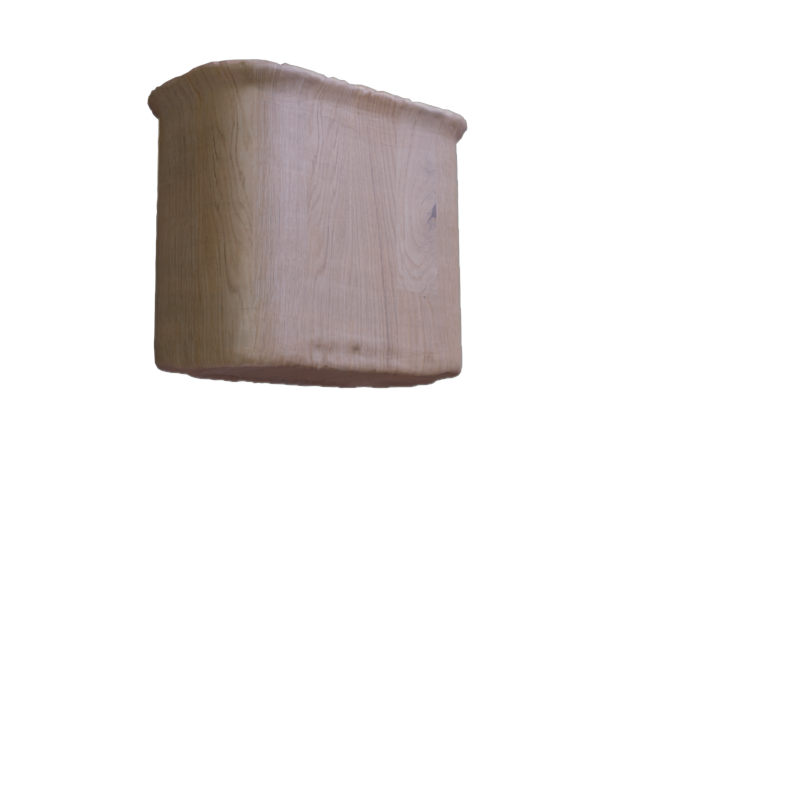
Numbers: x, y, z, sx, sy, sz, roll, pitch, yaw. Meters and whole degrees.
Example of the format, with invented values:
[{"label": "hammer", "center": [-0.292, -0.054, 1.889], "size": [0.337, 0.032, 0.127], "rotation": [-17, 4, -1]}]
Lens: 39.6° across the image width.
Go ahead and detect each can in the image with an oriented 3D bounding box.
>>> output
[{"label": "can", "center": [-0.027, -0.048, 0.338], "size": [0.097, 0.086, 0.059], "rotation": [6, -11, -42]}]
